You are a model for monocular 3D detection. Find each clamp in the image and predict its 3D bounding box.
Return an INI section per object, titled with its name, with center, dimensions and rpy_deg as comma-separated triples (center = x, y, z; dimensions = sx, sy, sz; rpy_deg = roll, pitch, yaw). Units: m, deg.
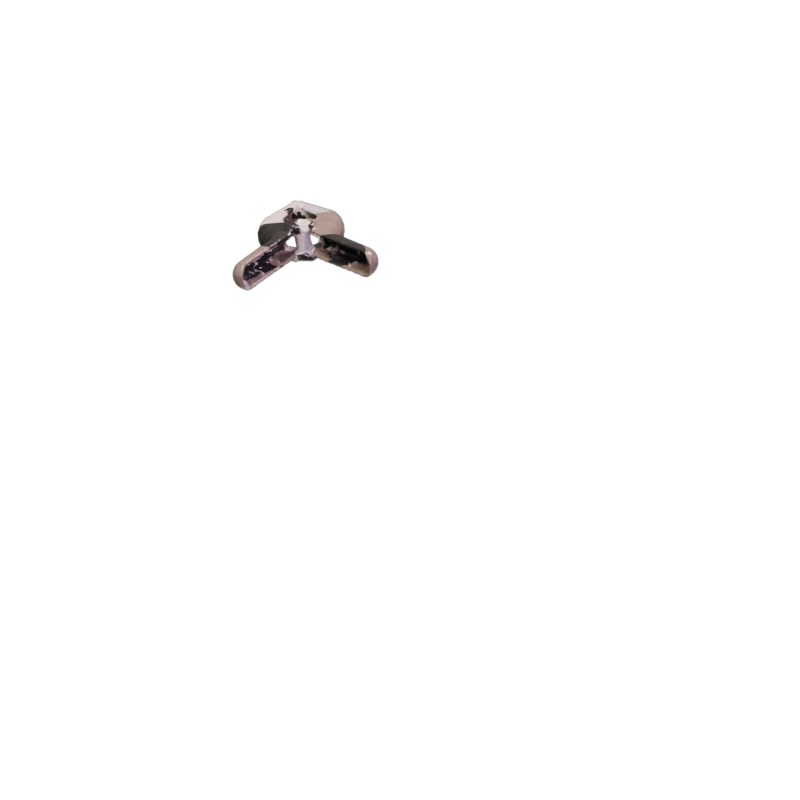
[clamp]
center = -0.077, -0.140, 0.981
dimensions = 0.121, 0.037, 0.180
rpy_deg = 2, 29, 2
